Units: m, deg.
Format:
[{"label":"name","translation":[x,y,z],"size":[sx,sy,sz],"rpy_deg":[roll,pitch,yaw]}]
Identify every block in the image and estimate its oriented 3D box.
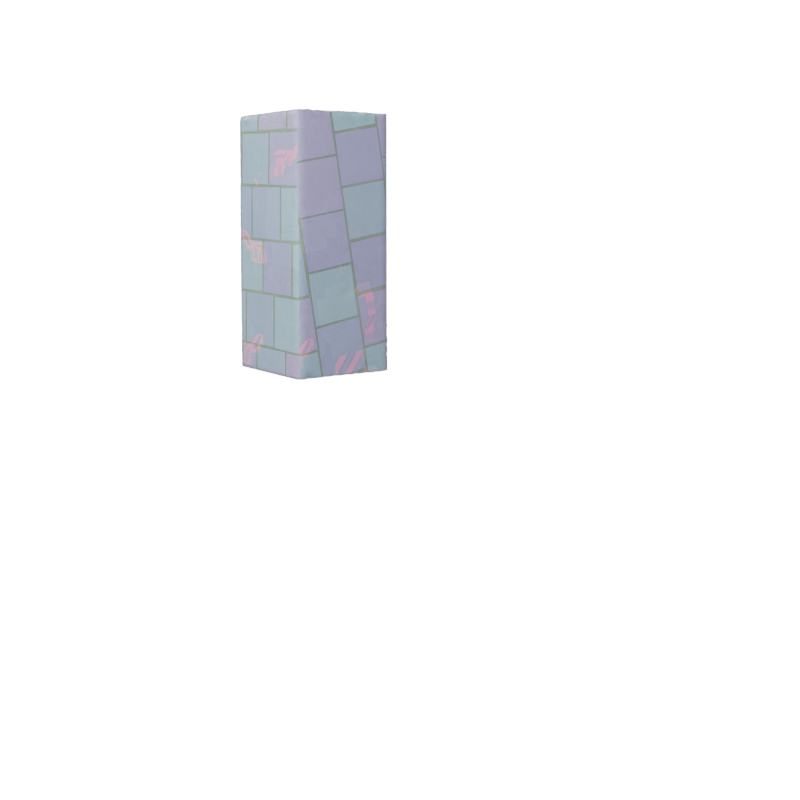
[{"label":"block","translation":[-0.071,-0.129,0.902],"size":[0.087,0.205,0.095],"rpy_deg":[-2,5,-36]}]
